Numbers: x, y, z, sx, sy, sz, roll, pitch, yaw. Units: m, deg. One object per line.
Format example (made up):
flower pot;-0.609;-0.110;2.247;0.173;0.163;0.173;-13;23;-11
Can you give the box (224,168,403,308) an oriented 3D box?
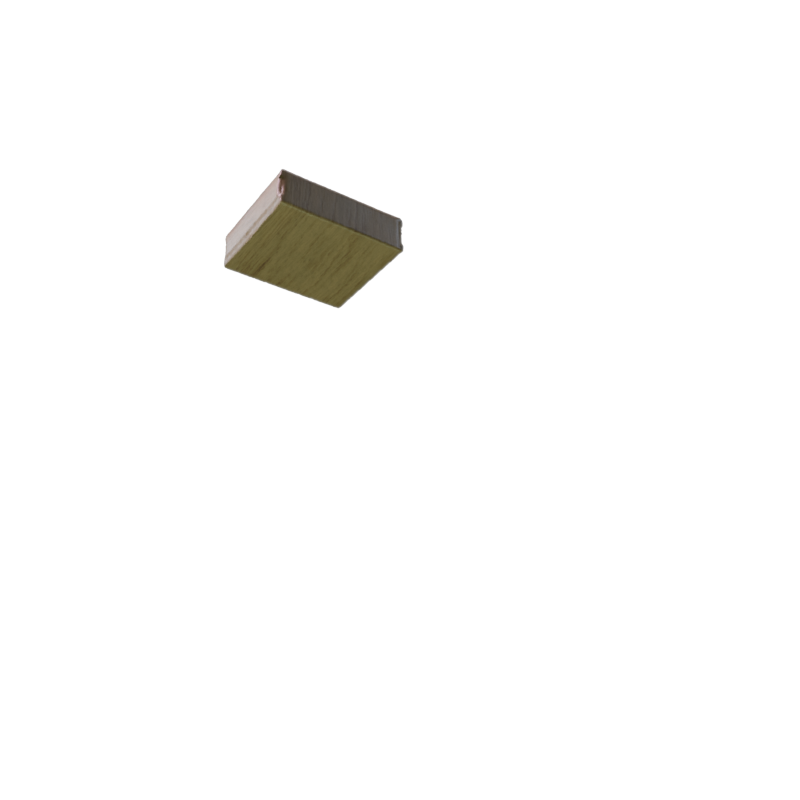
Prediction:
box;-0.054;-0.098;0.690;0.085;0.032;0.071;19;-39;-26
